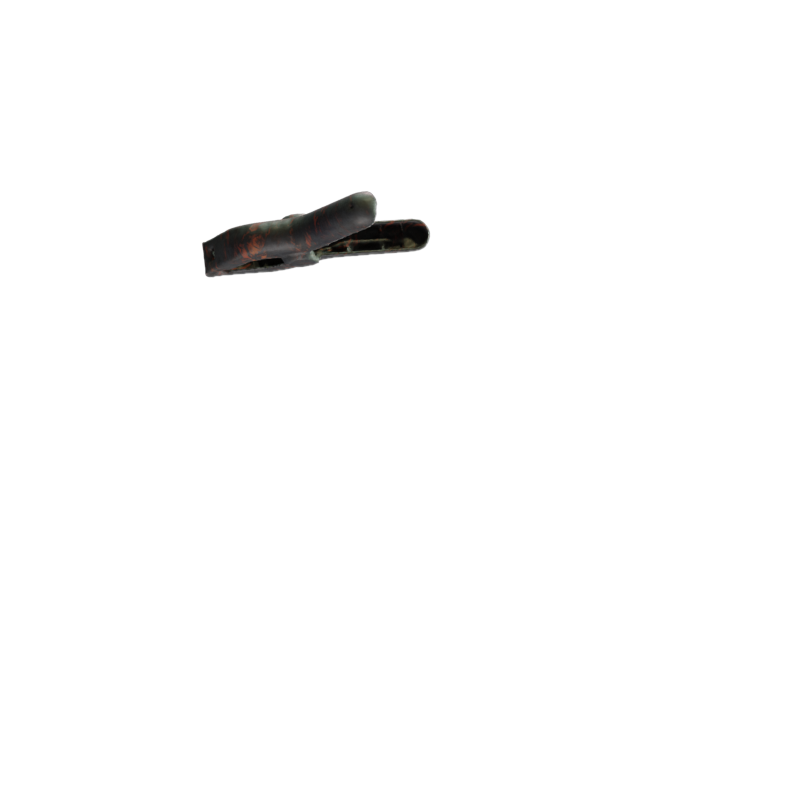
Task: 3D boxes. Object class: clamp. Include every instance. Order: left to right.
[{"bbox_3d":[-0.065,-0.119,0.831,0.176,0.040,0.113,-6,-12,31],"label":"clamp"}]
